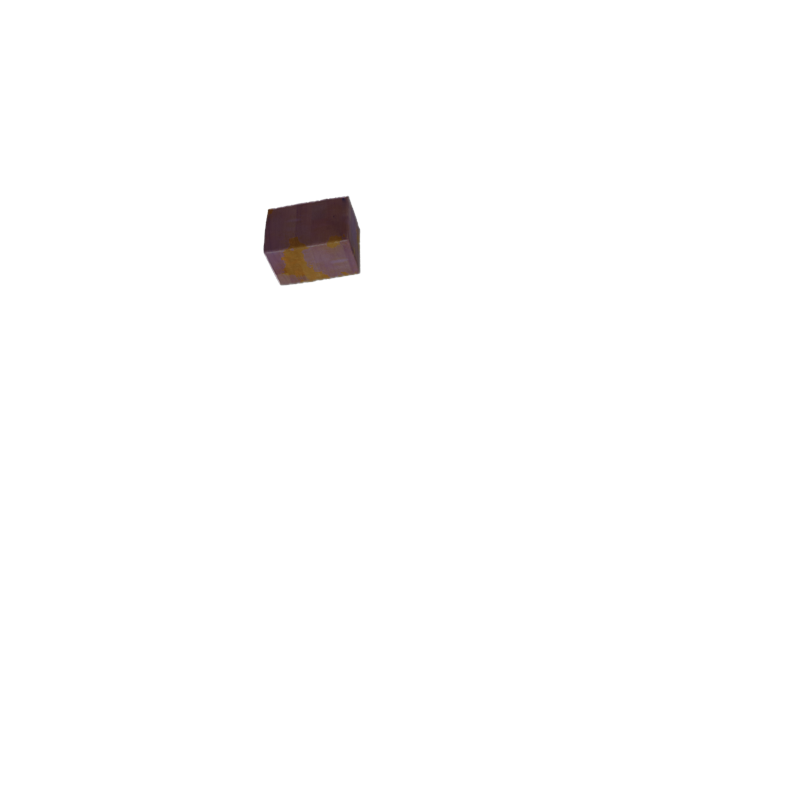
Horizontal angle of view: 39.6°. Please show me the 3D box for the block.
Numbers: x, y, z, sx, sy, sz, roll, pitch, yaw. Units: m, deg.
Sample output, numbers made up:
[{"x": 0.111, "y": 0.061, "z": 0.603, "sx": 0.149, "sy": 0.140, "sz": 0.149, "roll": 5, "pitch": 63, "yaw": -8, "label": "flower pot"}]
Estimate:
[{"x": -0.078, "y": -0.142, "z": 0.994, "sx": 0.079, "sy": 0.055, "sz": 0.049, "roll": -8, "pitch": -36, "yaw": 9, "label": "block"}]
